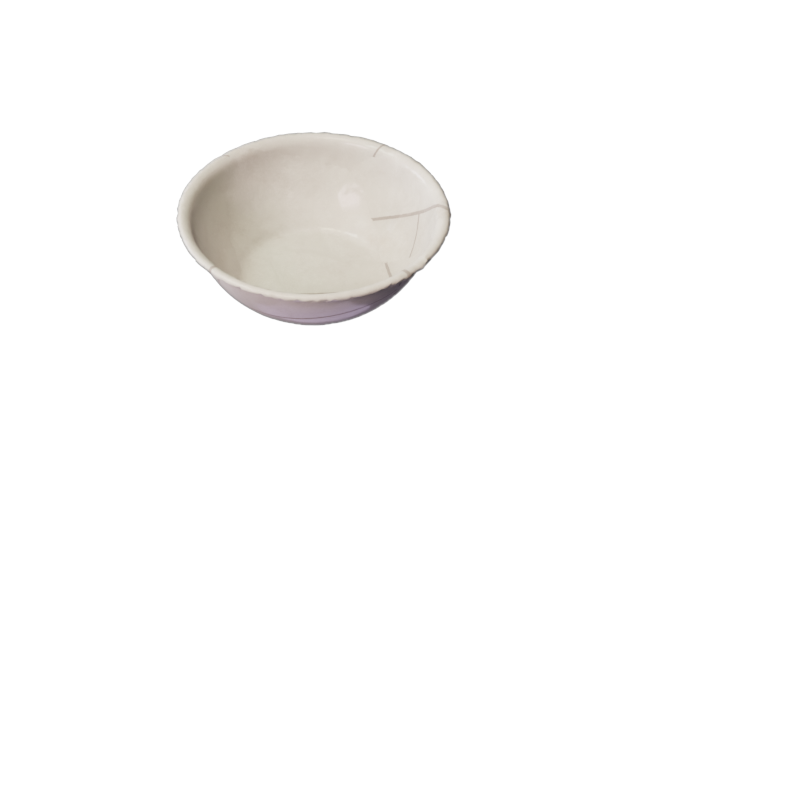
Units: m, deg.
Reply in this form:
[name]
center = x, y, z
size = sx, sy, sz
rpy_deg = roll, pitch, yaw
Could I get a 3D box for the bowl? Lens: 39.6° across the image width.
[bowl]
center = -0.053, -0.096, 0.671
size = 0.162, 0.051, 0.174
rpy_deg = -1, 44, -1
